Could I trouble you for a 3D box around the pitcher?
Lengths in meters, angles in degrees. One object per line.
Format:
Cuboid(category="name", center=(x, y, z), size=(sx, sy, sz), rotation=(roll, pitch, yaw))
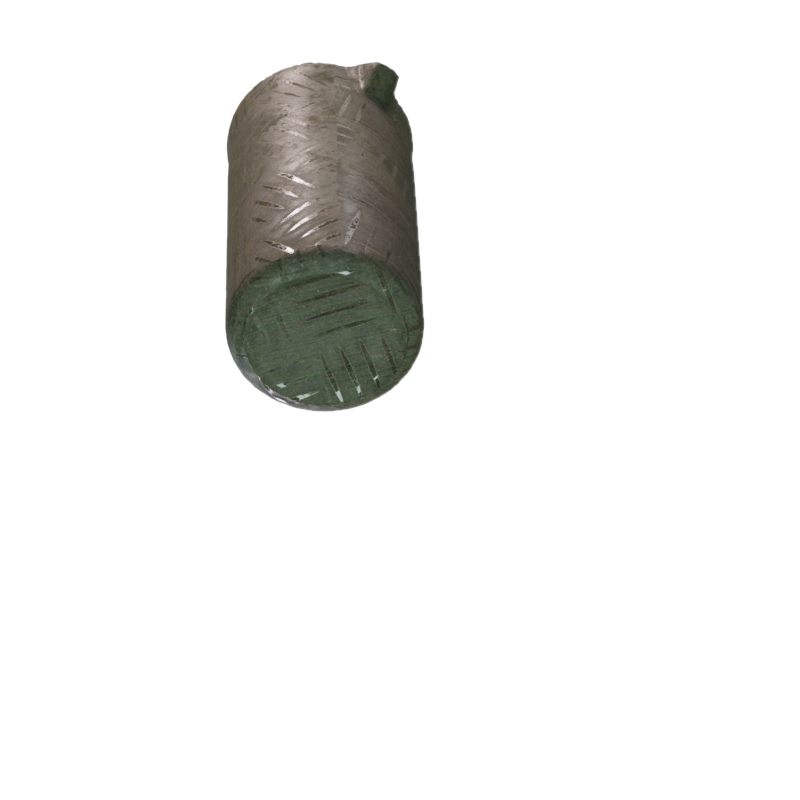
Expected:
Cuboid(category="pitcher", center=(-0.055, -0.100, 0.698), size=(0.145, 0.139, 0.260), rotation=(-9, 35, 3))
